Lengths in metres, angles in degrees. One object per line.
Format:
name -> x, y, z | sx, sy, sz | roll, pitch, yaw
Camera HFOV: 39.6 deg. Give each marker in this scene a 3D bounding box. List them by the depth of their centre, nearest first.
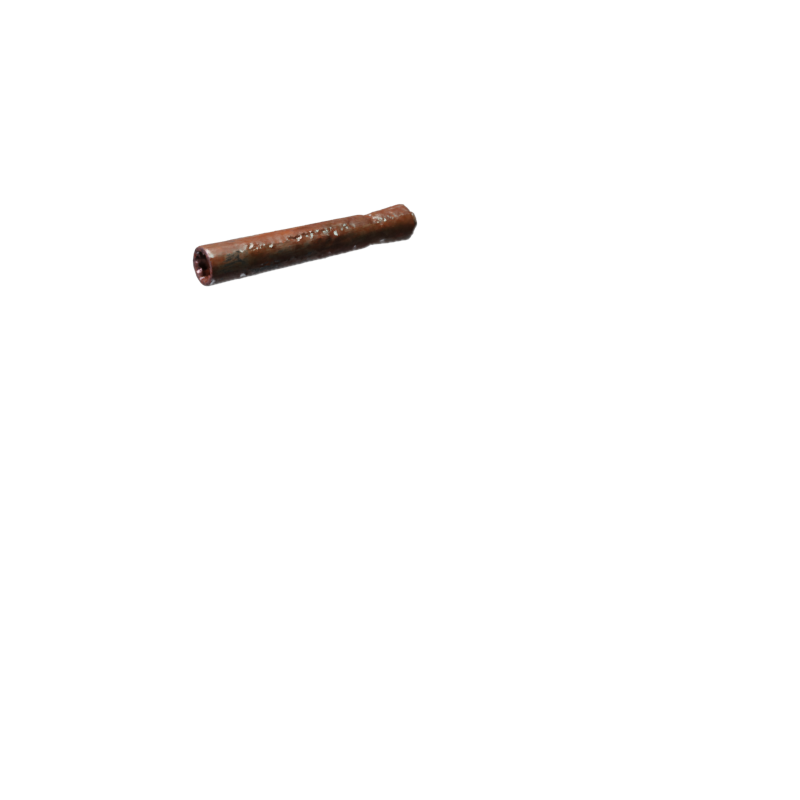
marker -> -0.041, -0.076, 0.530 | 0.119, 0.019, 0.021 | -18, 13, -32
